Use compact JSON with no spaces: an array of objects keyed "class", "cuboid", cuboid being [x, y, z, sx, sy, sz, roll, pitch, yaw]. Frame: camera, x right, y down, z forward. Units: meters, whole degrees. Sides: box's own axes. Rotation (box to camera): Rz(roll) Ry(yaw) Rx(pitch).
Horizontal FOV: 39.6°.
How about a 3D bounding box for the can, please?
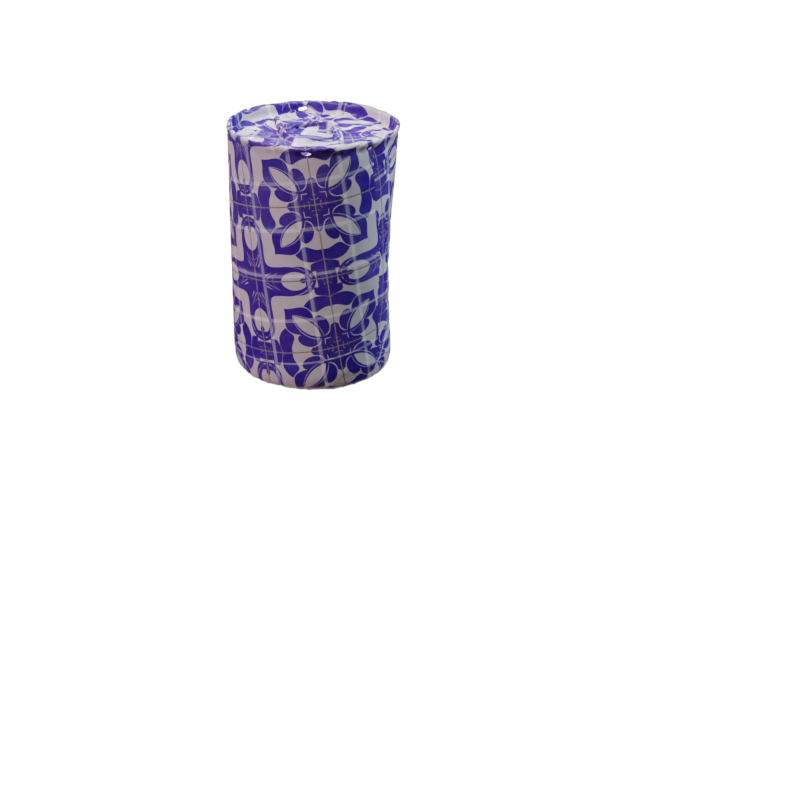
[{"class":"can","cuboid":[-0.035,-0.065,0.452,0.068,0.097,0.072,0,25,-2]}]
